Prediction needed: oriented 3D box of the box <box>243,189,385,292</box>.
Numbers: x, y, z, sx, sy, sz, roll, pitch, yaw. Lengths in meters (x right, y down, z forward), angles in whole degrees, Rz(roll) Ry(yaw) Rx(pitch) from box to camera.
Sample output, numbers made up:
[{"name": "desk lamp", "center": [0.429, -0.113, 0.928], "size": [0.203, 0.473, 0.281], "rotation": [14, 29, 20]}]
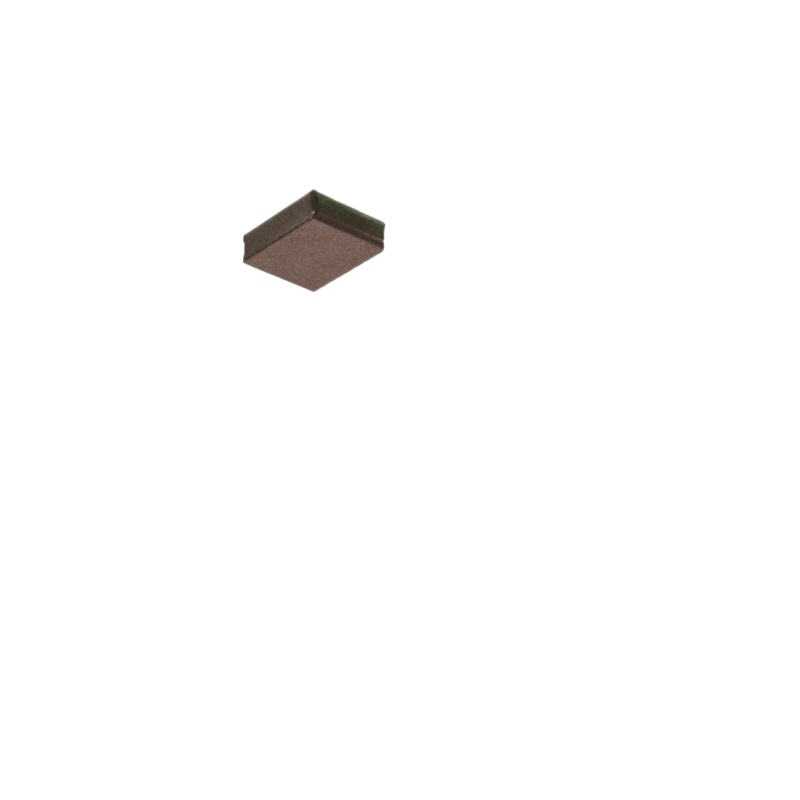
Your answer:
[{"name": "box", "center": [-0.067, -0.123, 0.858], "size": [0.069, 0.032, 0.089], "rotation": [21, -33, -37]}]
